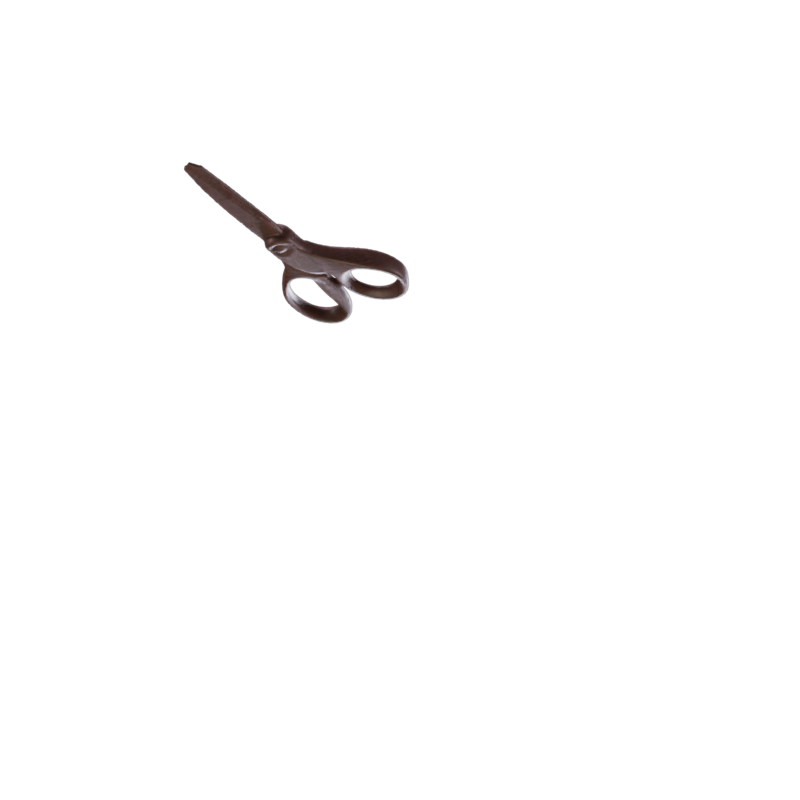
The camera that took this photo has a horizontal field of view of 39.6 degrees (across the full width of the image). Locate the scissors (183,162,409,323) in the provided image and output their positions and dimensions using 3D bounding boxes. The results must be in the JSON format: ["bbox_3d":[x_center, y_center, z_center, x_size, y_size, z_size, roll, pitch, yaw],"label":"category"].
[{"bbox_3d":[-0.055,-0.101,0.704,0.097,0.017,0.187,-6,-26,13],"label":"scissors"}]
